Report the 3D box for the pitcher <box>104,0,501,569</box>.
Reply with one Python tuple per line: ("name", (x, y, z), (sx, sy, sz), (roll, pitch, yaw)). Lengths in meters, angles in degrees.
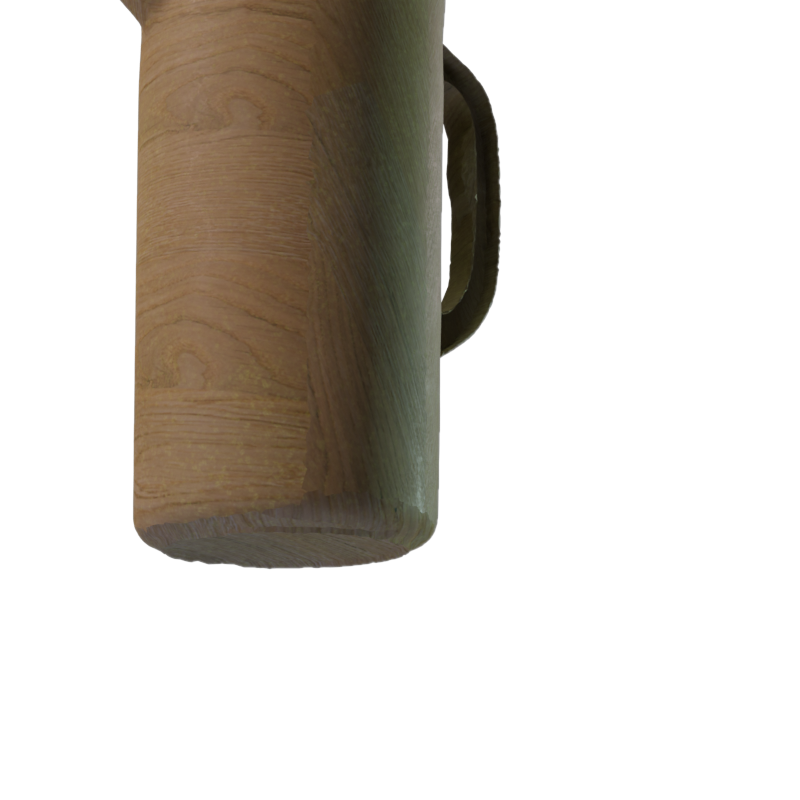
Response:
("pitcher", (-0.035, -0.063, 0.442), (0.151, 0.256, 0.136), (-5, -21, 9))
